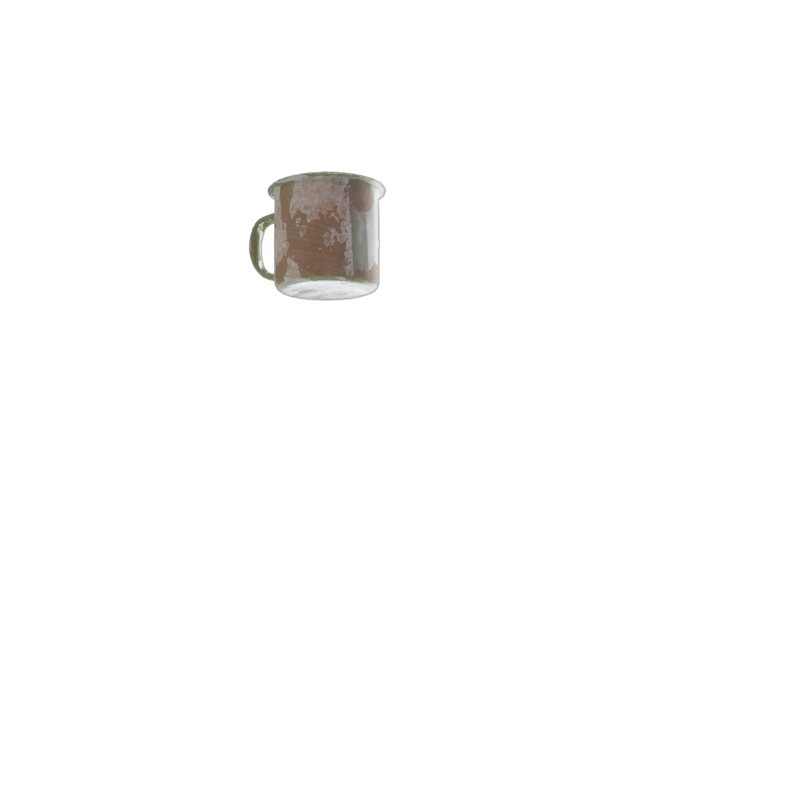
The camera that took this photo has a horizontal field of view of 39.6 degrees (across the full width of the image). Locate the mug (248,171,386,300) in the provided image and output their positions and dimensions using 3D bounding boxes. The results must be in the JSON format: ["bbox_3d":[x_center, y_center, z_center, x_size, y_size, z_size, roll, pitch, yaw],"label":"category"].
[{"bbox_3d":[-0.068,-0.123,0.865,0.120,0.084,0.088,-5,-12,26],"label":"mug"}]
